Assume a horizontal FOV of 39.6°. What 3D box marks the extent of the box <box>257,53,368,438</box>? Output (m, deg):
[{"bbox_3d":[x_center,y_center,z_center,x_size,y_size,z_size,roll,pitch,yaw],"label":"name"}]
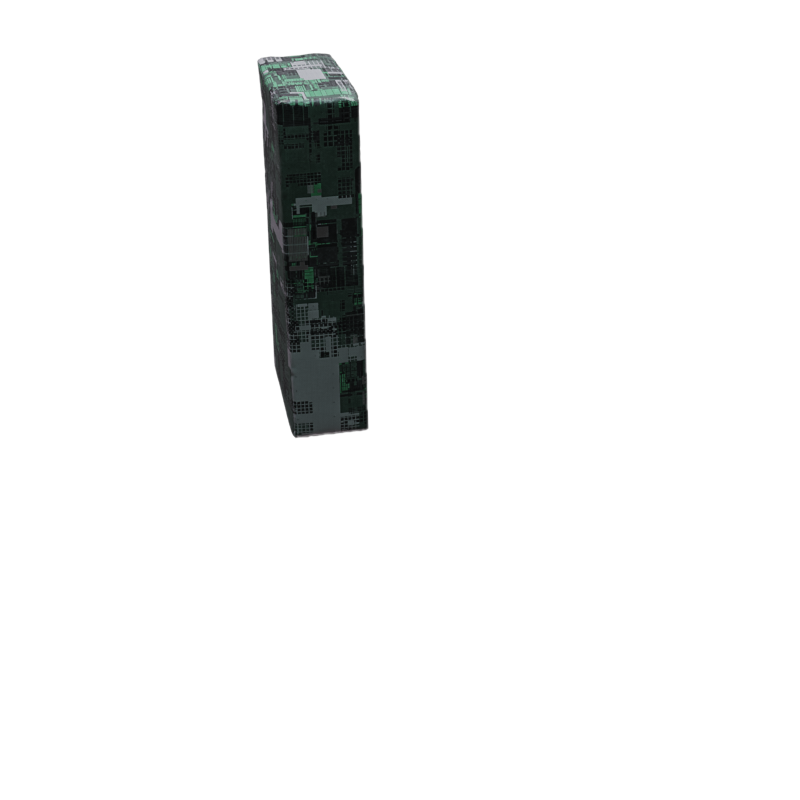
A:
[{"bbox_3d":[-0.044,-0.081,0.569,0.047,0.167,0.099,-3,26,-11],"label":"box"}]
